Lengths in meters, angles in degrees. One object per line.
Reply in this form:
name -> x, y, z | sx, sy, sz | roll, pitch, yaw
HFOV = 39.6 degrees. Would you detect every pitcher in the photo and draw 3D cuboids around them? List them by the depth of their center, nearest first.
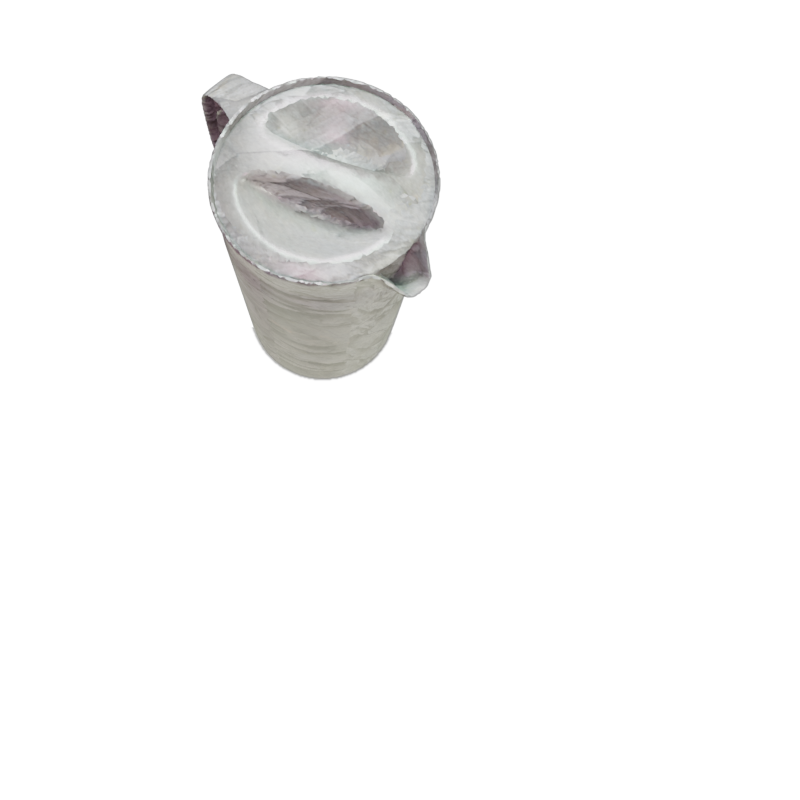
pitcher -> -0.058, -0.105, 0.738 | 0.145, 0.156, 0.232 | 2, -18, -2
